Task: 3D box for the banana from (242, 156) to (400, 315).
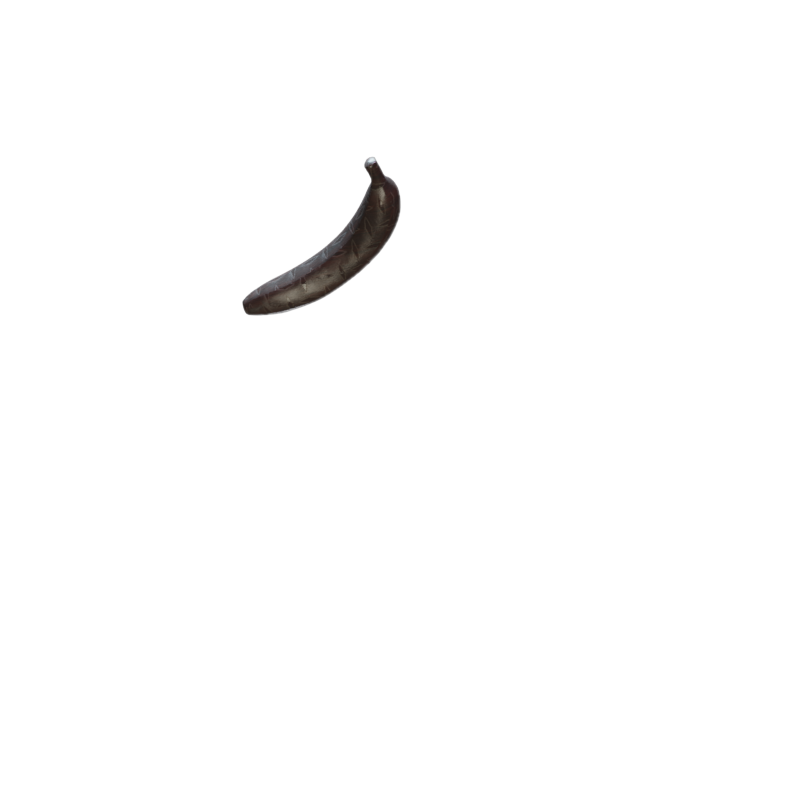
[{"bbox_3d":[-0.058,-0.132,0.967,0.066,0.193,0.039,31,31,-23],"label":"banana"}]
